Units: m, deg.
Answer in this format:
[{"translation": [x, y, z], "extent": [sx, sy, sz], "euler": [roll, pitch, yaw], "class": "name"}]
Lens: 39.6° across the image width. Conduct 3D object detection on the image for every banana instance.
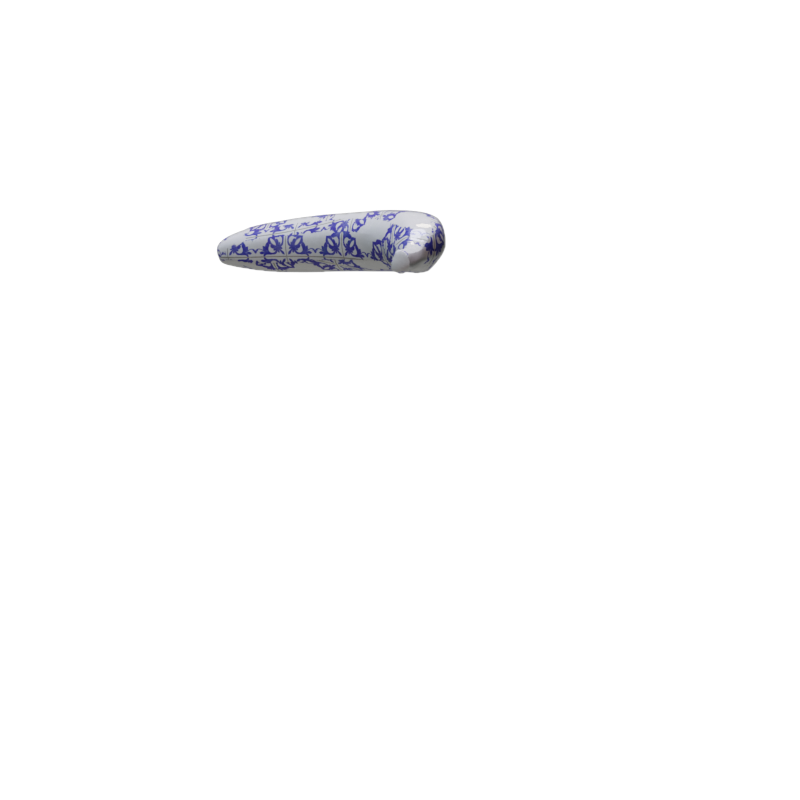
[{"translation": [-0.034, -0.094, 0.663], "extent": [0.067, 0.036, 0.206], "euler": [-4, 8, -37], "class": "banana"}]
